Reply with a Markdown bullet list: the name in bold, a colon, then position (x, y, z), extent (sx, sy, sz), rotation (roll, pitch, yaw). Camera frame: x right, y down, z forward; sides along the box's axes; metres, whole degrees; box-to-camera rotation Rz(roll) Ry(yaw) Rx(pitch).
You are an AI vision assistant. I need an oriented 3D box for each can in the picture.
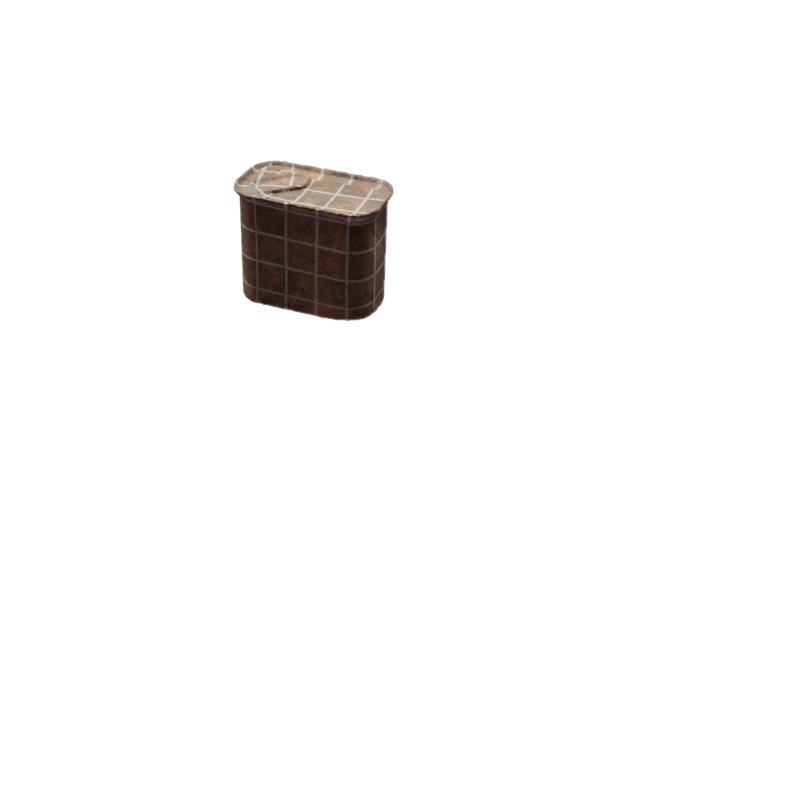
- **can**: position (-0.058, -0.106, 0.741), extent (0.105, 0.079, 0.059), rotation (14, 34, 18)
